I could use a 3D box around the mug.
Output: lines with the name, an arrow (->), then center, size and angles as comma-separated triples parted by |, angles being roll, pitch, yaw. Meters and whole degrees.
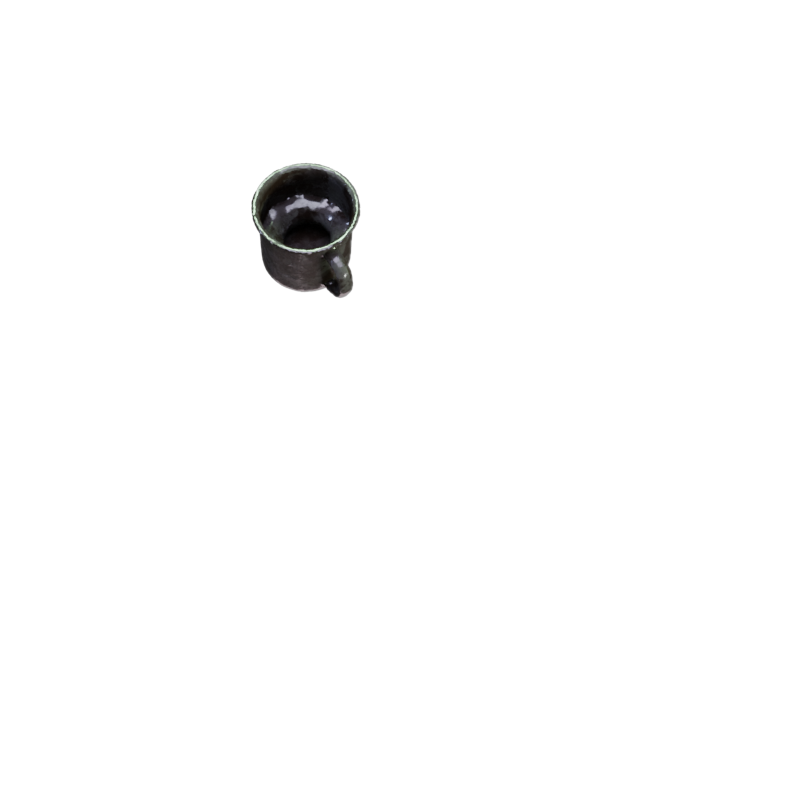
mug -> -0.076, -0.139, 0.973 | 0.093, 0.124, 0.077 | -30, -24, -17
